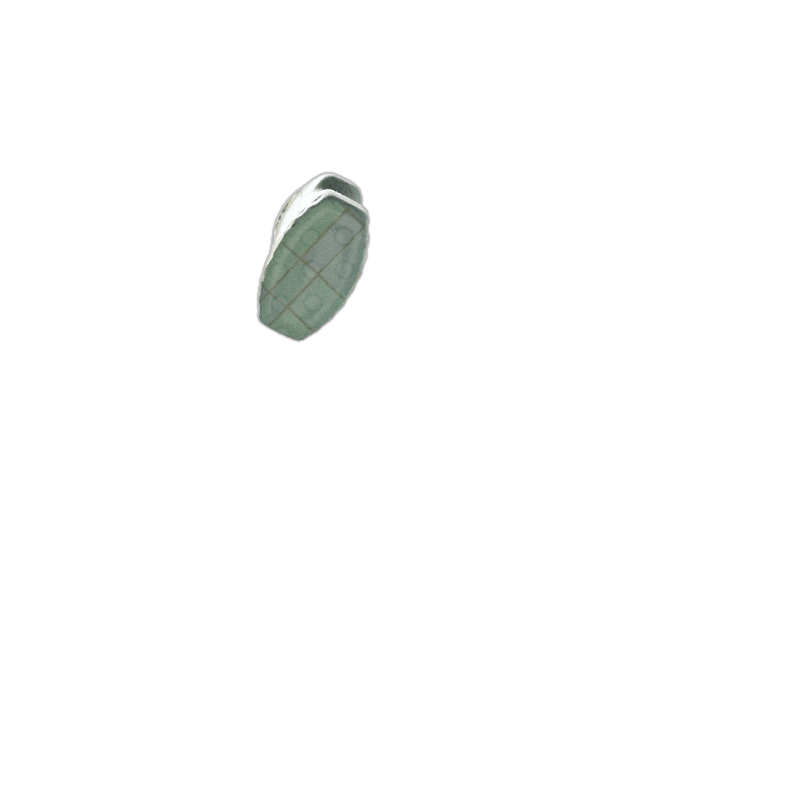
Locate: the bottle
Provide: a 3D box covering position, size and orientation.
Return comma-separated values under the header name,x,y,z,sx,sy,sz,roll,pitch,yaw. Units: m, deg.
name,x,y,z,sx,sy,sz,roll,pitch,yaw
bottle,-0.061,-0.112,0.787,0.057,0.094,0.199,25,15,-12
